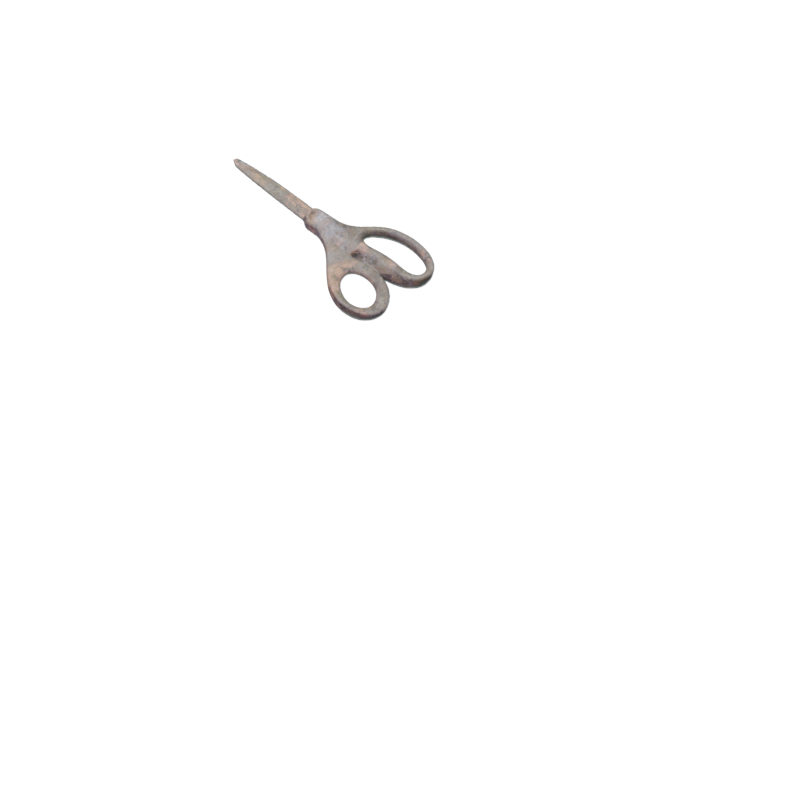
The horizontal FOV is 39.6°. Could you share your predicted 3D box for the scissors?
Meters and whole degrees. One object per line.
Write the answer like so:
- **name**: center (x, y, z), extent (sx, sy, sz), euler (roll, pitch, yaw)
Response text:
- **scissors**: center (-0.072, -0.131, 0.915), extent (0.208, 0.099, 0.015), euler (24, -29, 14)
